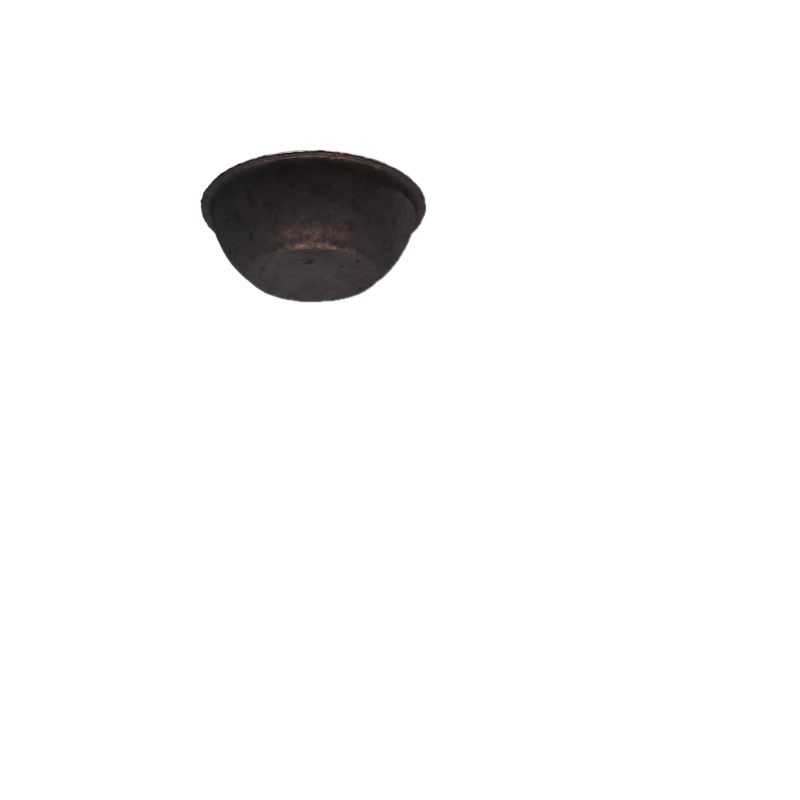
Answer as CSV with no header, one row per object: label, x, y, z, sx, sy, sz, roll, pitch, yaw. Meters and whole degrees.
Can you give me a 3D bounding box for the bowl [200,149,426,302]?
bowl,-0.061,-0.112,0.784,0.162,0.058,0.154,1,-21,-2
